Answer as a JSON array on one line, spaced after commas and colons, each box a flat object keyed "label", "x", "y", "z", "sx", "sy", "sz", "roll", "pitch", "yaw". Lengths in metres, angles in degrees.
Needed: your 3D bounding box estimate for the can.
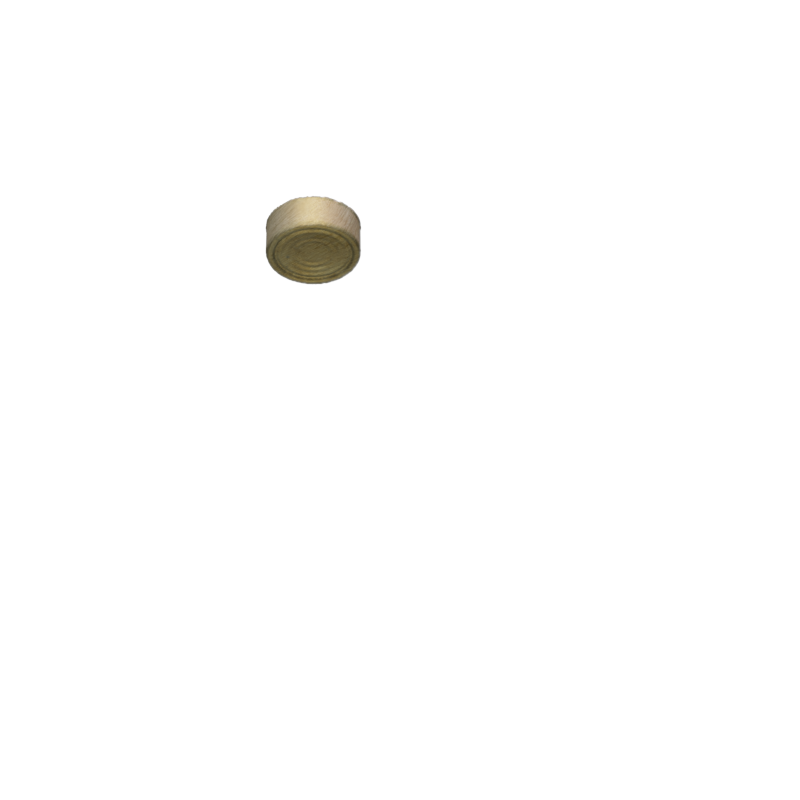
[{"label": "can", "x": -0.077, "y": -0.141, "z": 0.988, "sx": 0.086, "sy": 0.036, "sz": 0.080, "roll": 1, "pitch": -35, "yaw": -2}]
